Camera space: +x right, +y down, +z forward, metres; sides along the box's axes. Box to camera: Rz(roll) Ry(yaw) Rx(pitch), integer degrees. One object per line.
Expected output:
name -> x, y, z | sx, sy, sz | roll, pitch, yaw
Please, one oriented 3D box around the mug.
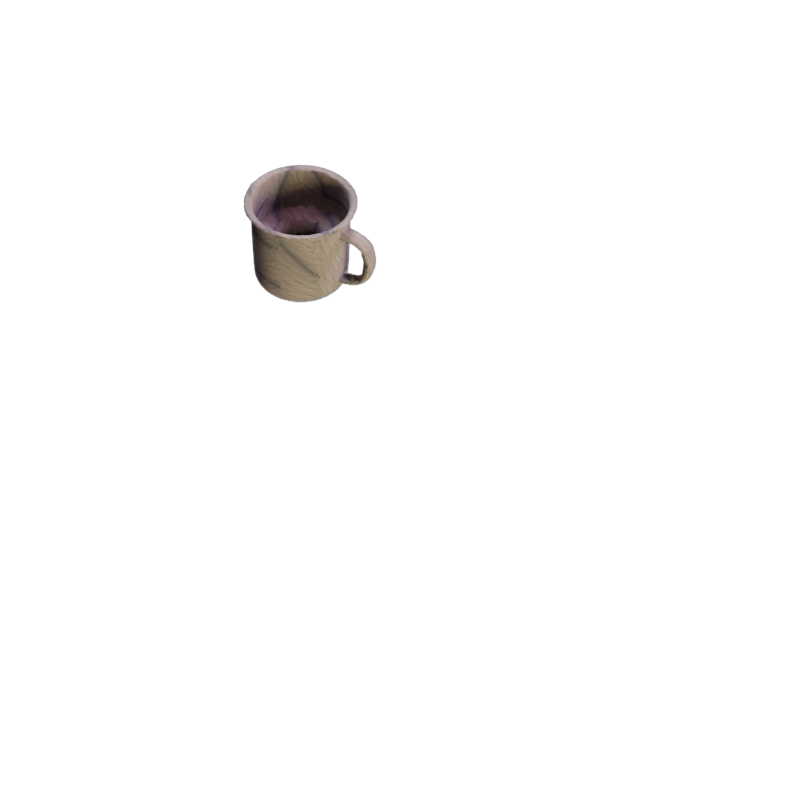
mug -> -0.072, -0.132, 0.924 | 0.122, 0.076, 0.096 | 23, 50, 19
